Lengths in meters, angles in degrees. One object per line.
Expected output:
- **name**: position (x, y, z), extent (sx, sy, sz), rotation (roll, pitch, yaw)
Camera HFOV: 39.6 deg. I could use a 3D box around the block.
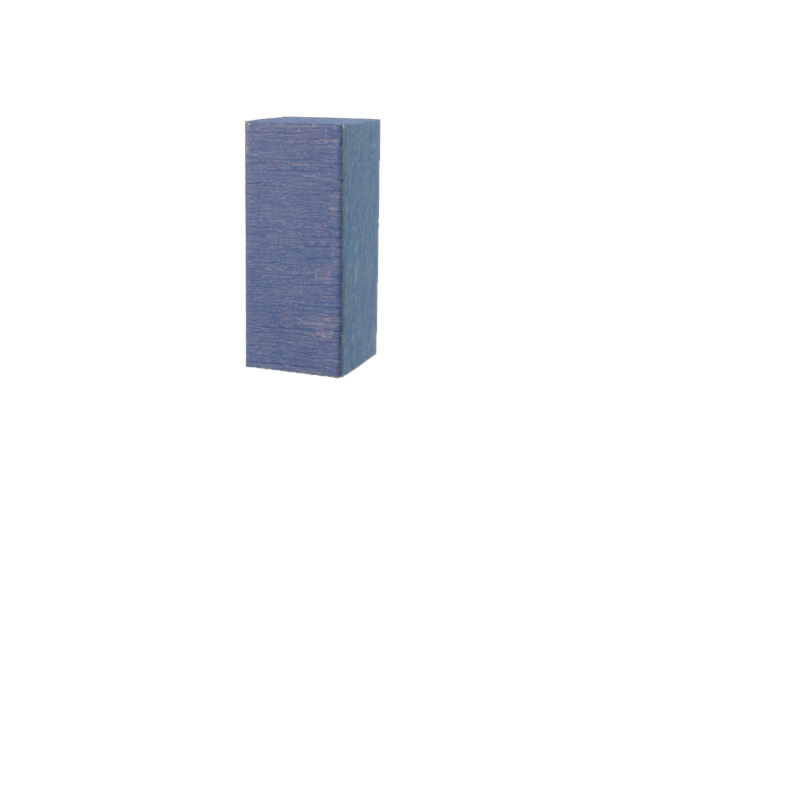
- **block**: position (-0.073, -0.134, 0.938), extent (0.093, 0.201, 0.090), rotation (5, 11, 21)
